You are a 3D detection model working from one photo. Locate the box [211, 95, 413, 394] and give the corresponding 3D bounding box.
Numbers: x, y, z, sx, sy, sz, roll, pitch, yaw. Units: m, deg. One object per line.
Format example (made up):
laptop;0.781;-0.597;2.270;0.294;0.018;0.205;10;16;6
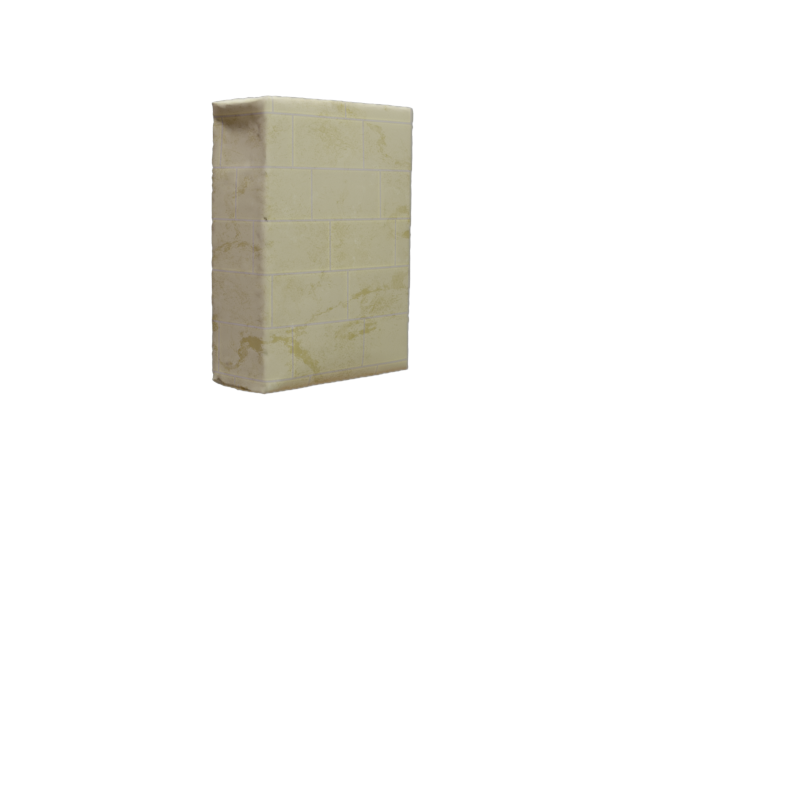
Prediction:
box;-0.067;-0.122;0.858;0.075;0.212;0.159;3;6;42
